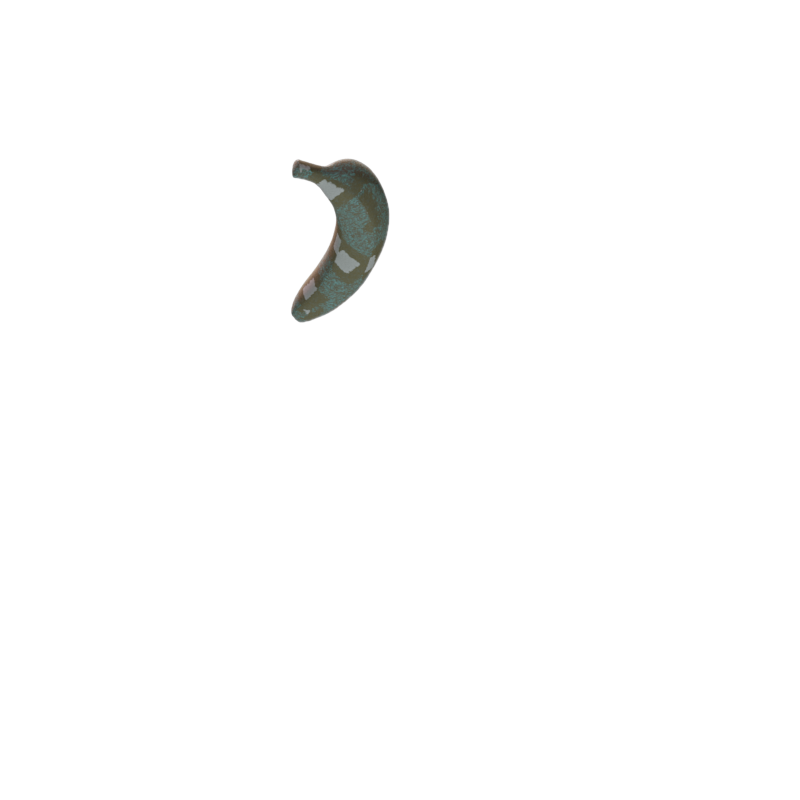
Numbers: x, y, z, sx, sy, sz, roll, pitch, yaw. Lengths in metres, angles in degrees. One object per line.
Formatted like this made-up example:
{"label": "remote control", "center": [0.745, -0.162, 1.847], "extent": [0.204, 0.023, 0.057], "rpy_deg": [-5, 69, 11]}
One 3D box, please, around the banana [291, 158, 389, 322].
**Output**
{"label": "banana", "center": [-0.044, -0.116, 0.801], "extent": [0.069, 0.039, 0.186], "rpy_deg": [2, -30, -4]}
